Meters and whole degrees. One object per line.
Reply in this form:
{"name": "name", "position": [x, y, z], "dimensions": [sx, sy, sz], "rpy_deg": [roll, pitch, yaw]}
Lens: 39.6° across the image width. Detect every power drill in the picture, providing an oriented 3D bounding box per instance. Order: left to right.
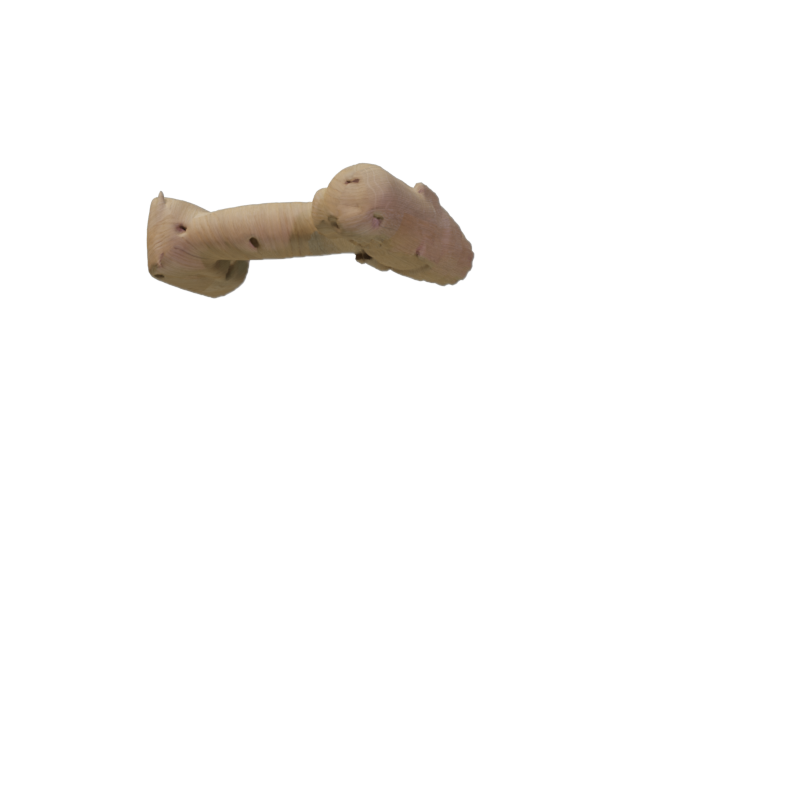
{"name": "power drill", "position": [-0.057, -0.105, 0.734], "dimensions": [0.192, 0.059, 0.175], "rpy_deg": [-4, -10, 22]}
